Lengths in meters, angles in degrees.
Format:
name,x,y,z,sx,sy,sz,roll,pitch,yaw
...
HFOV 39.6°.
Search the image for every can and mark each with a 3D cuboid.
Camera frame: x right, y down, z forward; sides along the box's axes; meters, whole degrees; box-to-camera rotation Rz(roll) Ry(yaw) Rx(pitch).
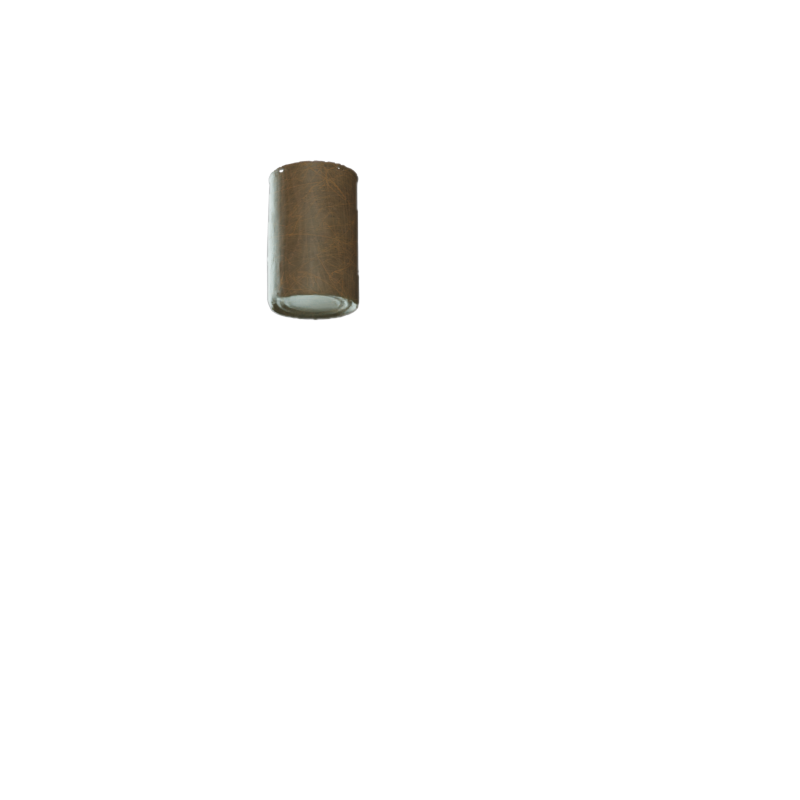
name,x,y,z,sx,sy,sz,roll,pitch,yaw
can,-0.064,-0.117,0.819,0.068,0.107,0.066,0,-18,-2
